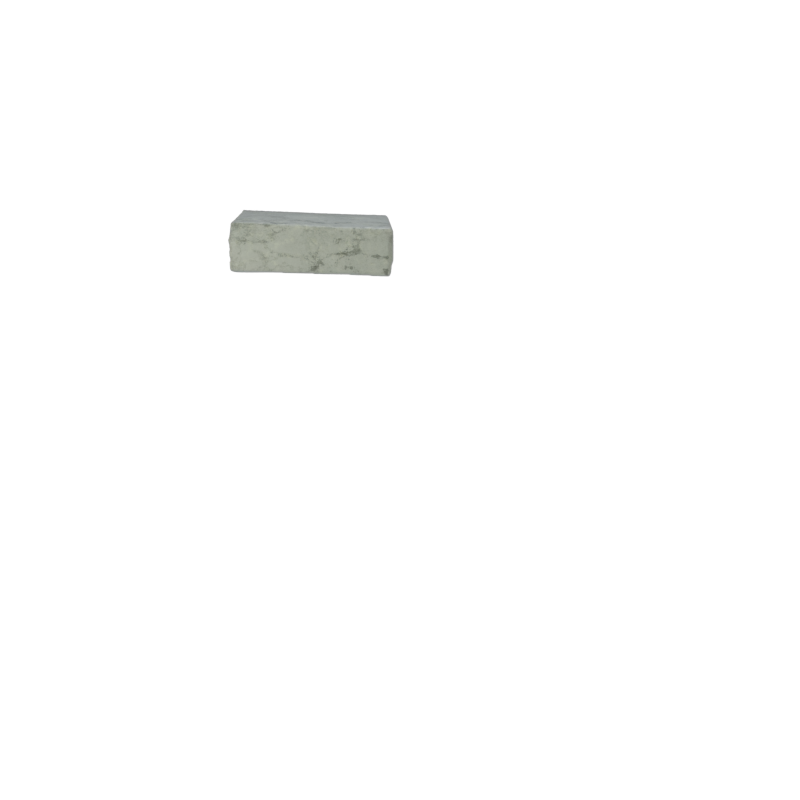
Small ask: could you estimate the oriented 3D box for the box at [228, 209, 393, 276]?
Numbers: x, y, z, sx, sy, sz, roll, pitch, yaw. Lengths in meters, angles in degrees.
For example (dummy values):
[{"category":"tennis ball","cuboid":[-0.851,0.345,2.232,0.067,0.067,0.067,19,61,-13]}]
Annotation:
[{"category":"box","cuboid":[-0.062,-0.113,0.792,0.113,0.038,0.092,0,13,0]}]
